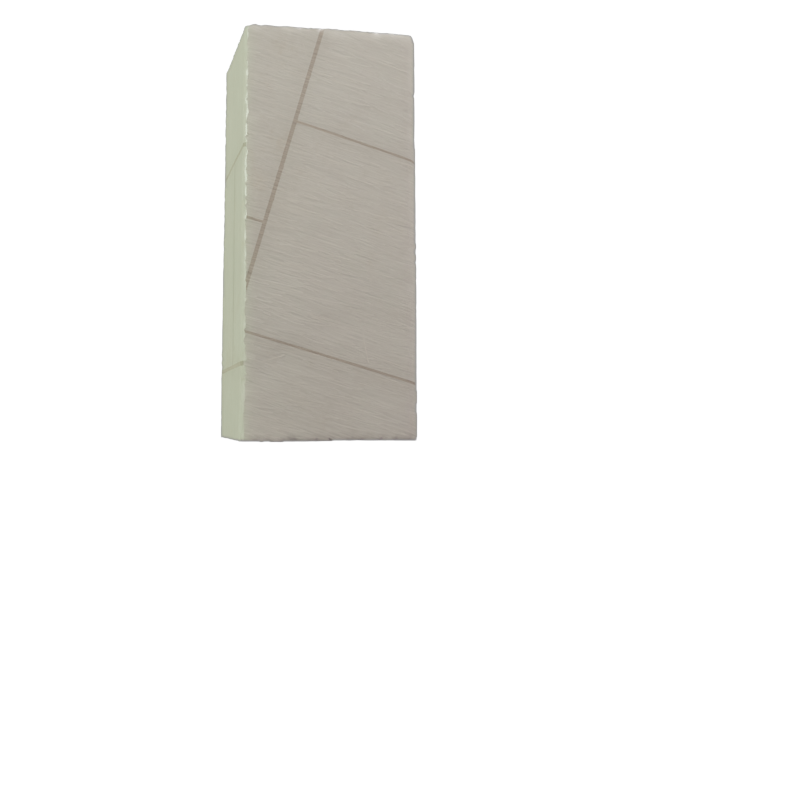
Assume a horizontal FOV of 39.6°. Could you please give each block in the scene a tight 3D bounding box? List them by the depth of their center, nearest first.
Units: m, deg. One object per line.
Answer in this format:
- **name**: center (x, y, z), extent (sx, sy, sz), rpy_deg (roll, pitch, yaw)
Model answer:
- **block**: center (-0.045, -0.084, 0.588), extent (0.089, 0.210, 0.091), rpy_deg (1, -7, -14)
